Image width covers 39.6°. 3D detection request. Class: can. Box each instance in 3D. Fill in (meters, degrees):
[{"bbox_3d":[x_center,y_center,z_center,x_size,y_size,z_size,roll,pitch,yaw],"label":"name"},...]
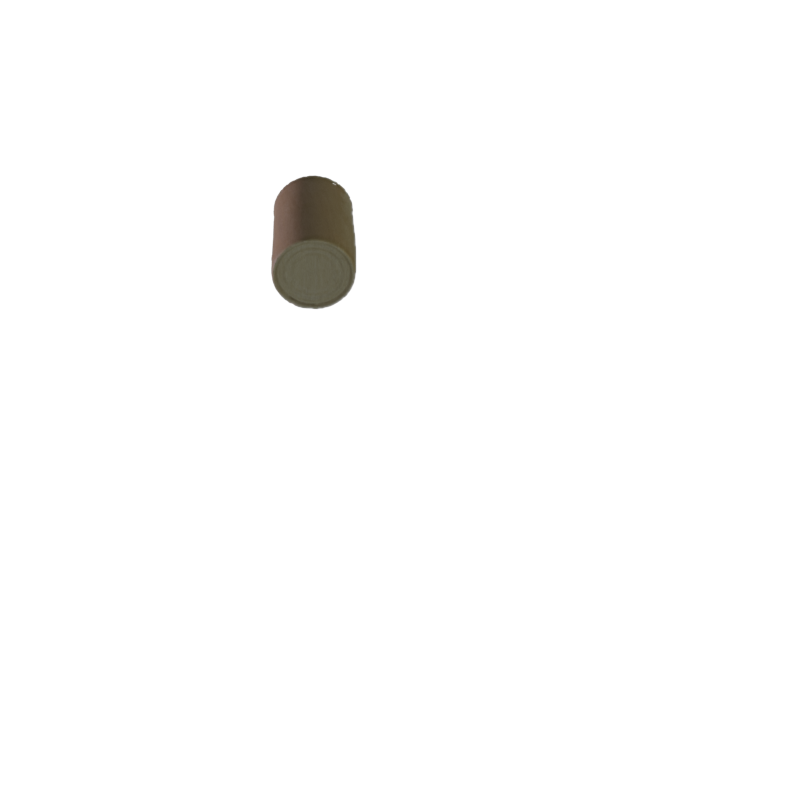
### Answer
[{"bbox_3d":[-0.071,-0.129,0.904,0.068,0.064,0.109,-1,36,-3],"label":"can"}]
